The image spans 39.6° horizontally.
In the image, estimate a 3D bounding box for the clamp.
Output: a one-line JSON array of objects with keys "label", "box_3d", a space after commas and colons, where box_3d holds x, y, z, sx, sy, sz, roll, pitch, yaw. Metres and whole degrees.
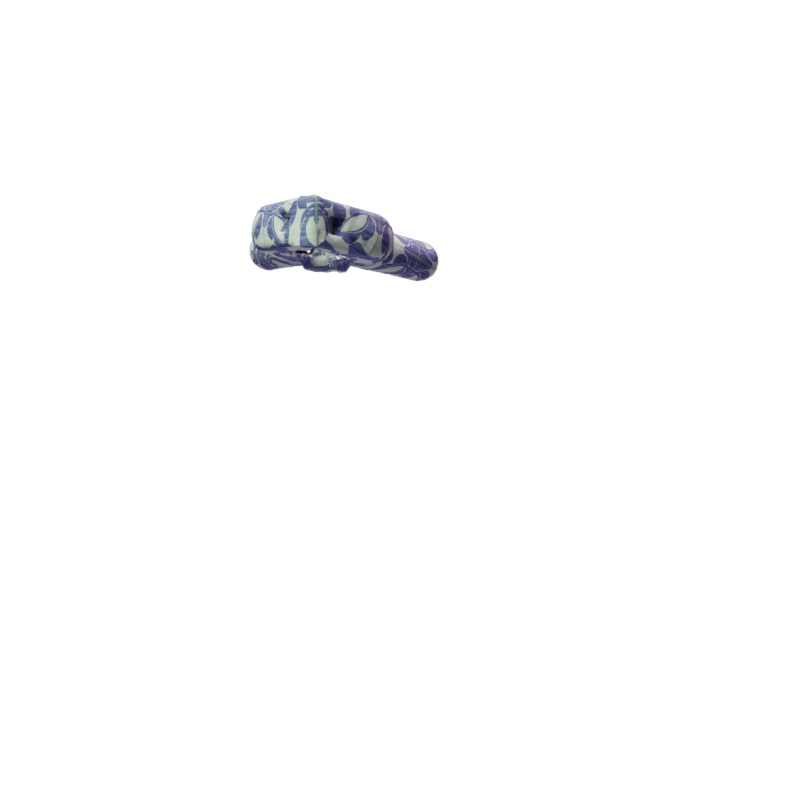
[{"label": "clamp", "box_3d": [-0.051, -0.093, 0.649, 0.122, 0.040, 0.165, -1, -3, 14]}]
